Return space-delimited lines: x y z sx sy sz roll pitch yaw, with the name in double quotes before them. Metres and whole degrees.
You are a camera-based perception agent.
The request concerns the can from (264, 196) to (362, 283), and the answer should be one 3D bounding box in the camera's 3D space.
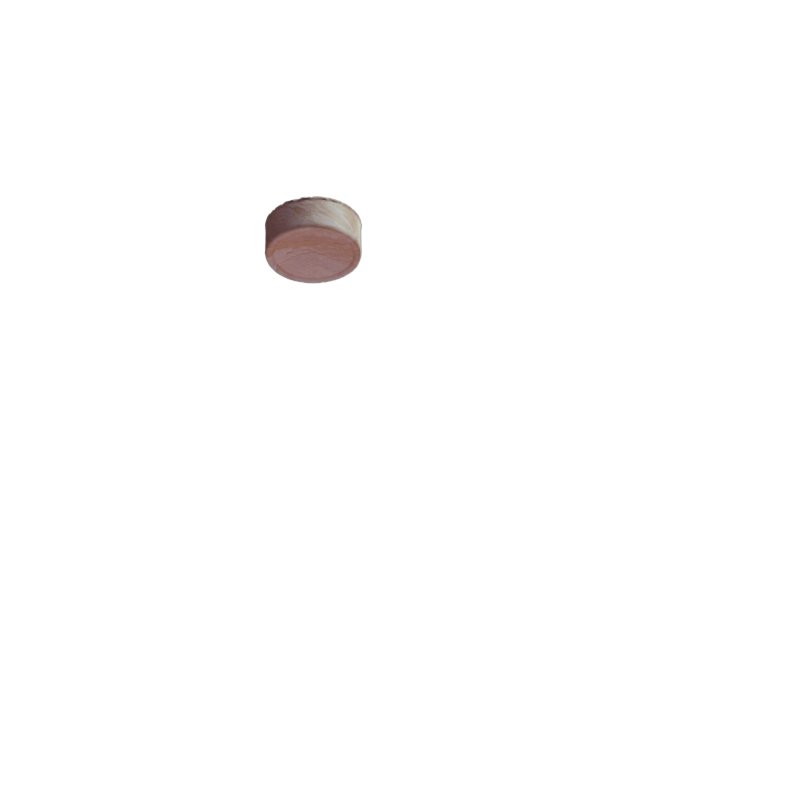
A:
"can" -0.076 -0.138 0.968 0.086 0.036 0.080 1 -32 -2
